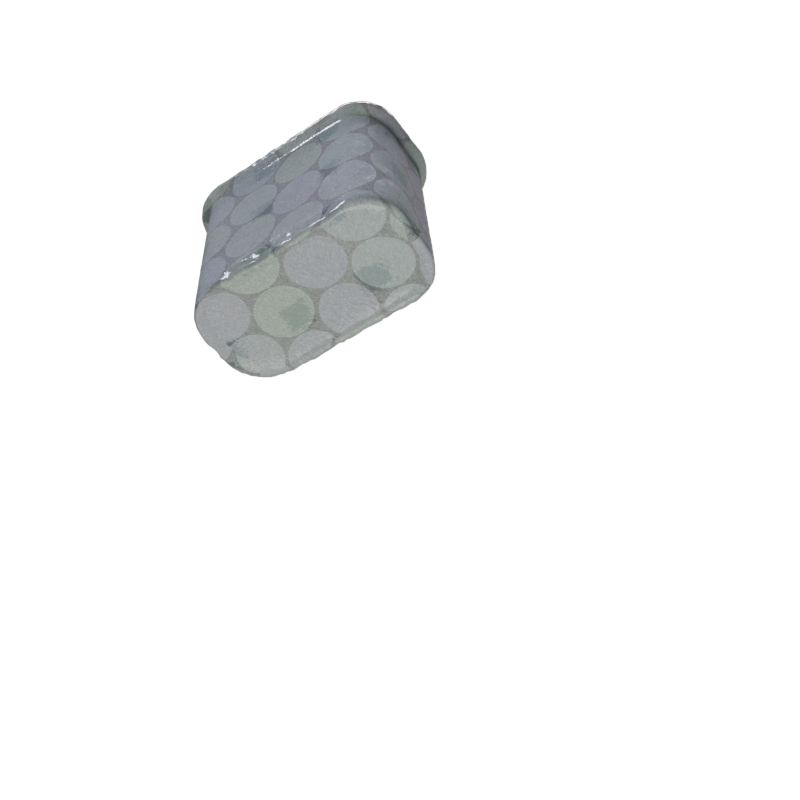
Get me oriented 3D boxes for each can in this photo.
[{"bbox_3d":[-0.036,-0.066,0.463,0.102,0.054,0.090,-30,32,18],"label":"can"}]
